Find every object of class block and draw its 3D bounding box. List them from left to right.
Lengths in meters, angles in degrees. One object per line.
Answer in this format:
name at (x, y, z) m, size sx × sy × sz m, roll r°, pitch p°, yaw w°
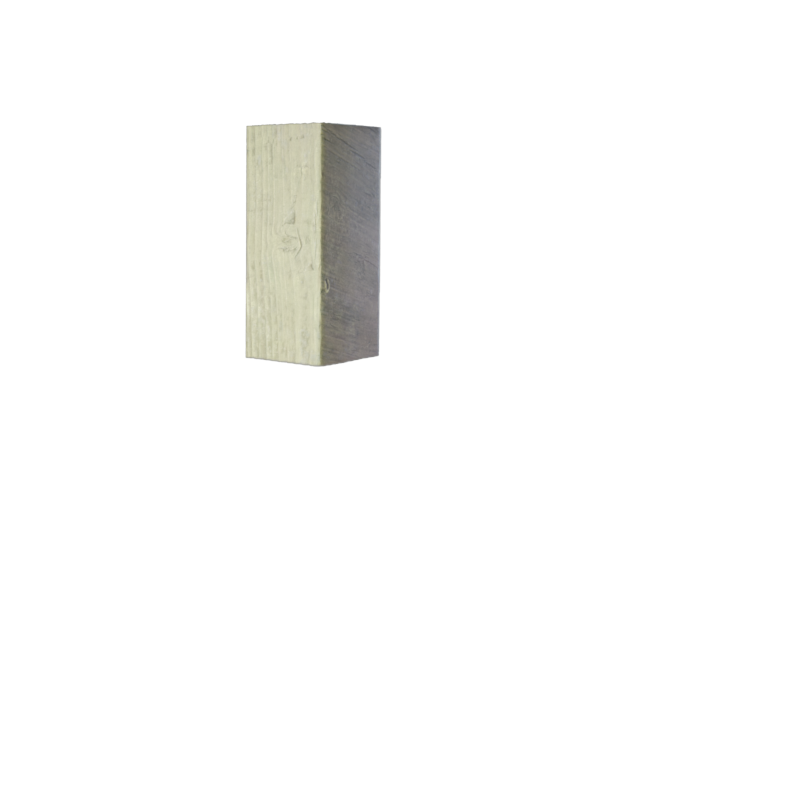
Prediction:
block at (-0.077, -0.141, 0.988) m, size 0.094 × 0.205 × 0.087 m, roll 3°, pitch 5°, yaw 38°
